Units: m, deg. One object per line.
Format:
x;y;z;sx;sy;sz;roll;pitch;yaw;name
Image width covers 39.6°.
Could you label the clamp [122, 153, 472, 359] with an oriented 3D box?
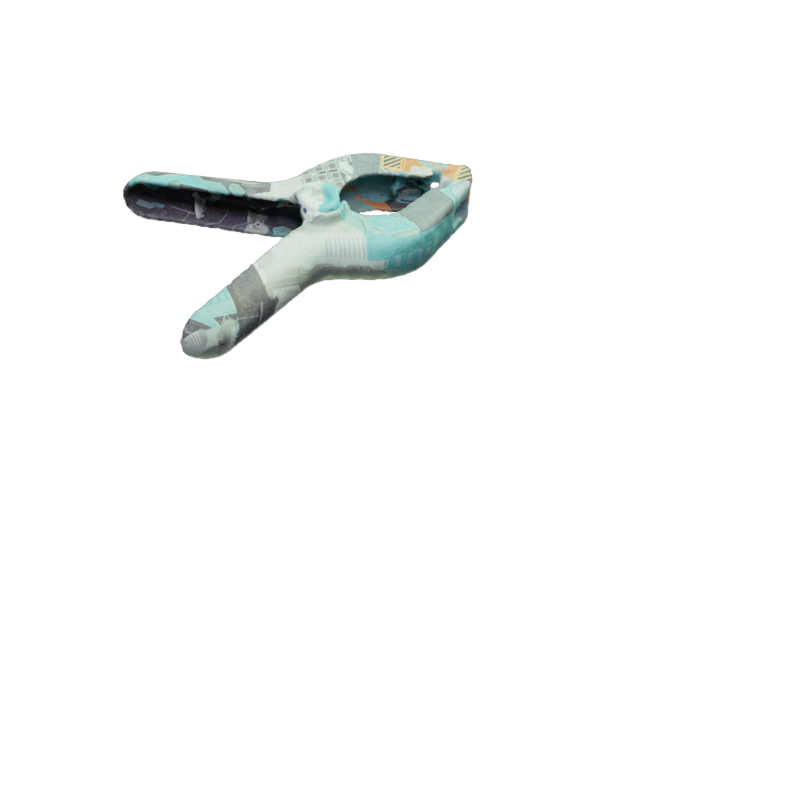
-0.041;-0.075;0.527;0.170;0.130;0.037;-10;-38;-8;clamp
